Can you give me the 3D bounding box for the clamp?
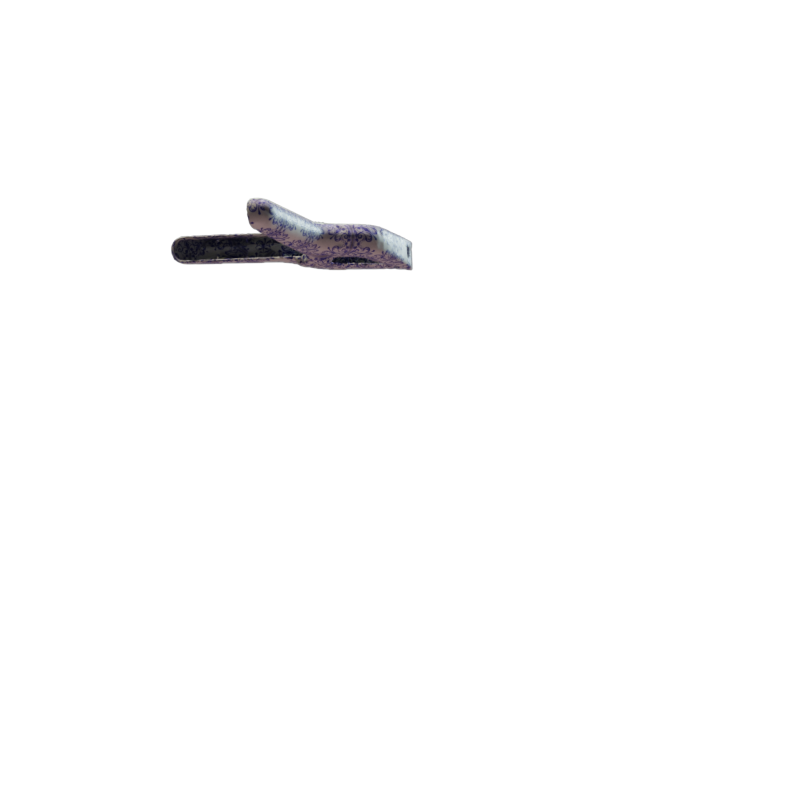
[{"bbox_3d":[-0.074,-0.136,0.949,0.203,0.037,0.166,2,-5,-24],"label":"clamp"}]
